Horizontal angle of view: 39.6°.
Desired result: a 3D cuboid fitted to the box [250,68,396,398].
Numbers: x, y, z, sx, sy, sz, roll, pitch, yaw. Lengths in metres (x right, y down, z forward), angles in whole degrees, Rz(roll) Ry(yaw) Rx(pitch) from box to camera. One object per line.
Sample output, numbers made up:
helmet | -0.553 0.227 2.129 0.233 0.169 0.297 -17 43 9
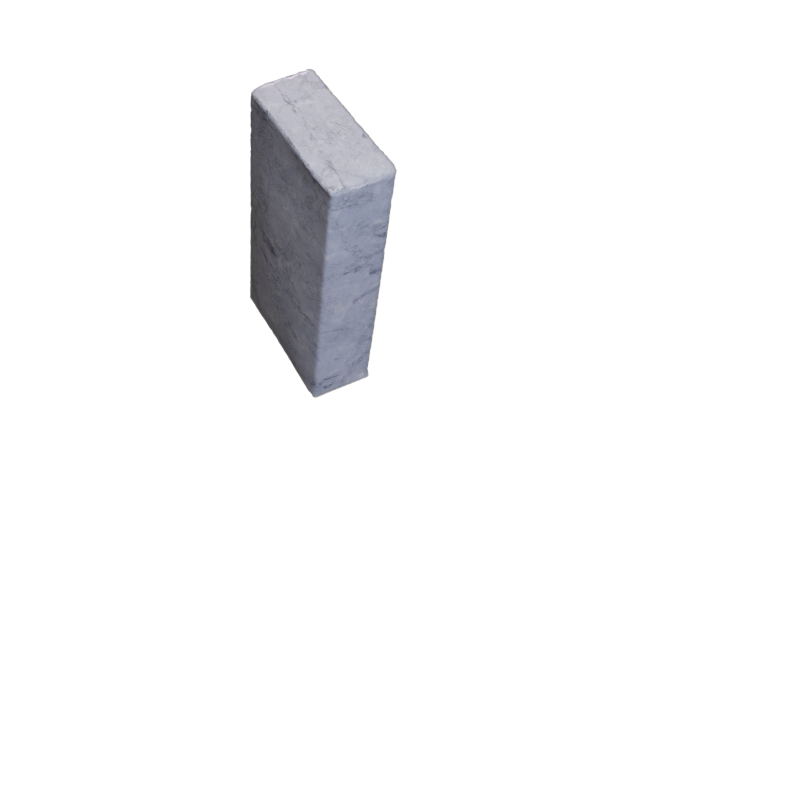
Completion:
box | -0.050 -0.091 0.634 0.048 0.100 0.164 -23 -33 -20
